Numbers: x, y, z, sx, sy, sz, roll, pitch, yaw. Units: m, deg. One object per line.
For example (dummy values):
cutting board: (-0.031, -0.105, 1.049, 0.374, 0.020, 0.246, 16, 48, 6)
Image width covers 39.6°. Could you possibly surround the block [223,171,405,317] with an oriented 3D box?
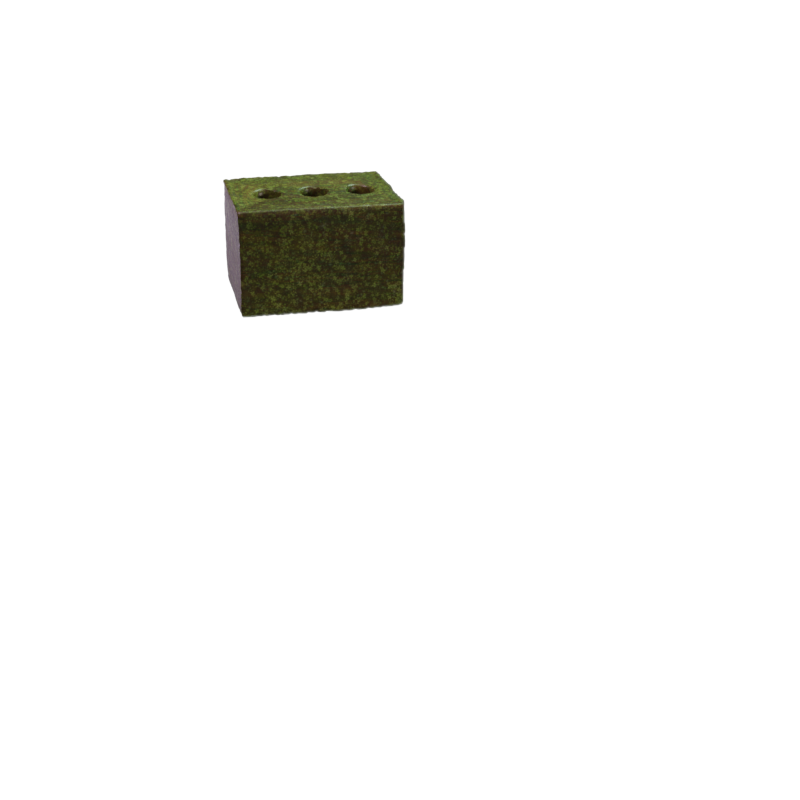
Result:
block: (-0.041, -0.074, 0.518, 0.077, 0.049, 0.056, -5, 24, -12)
